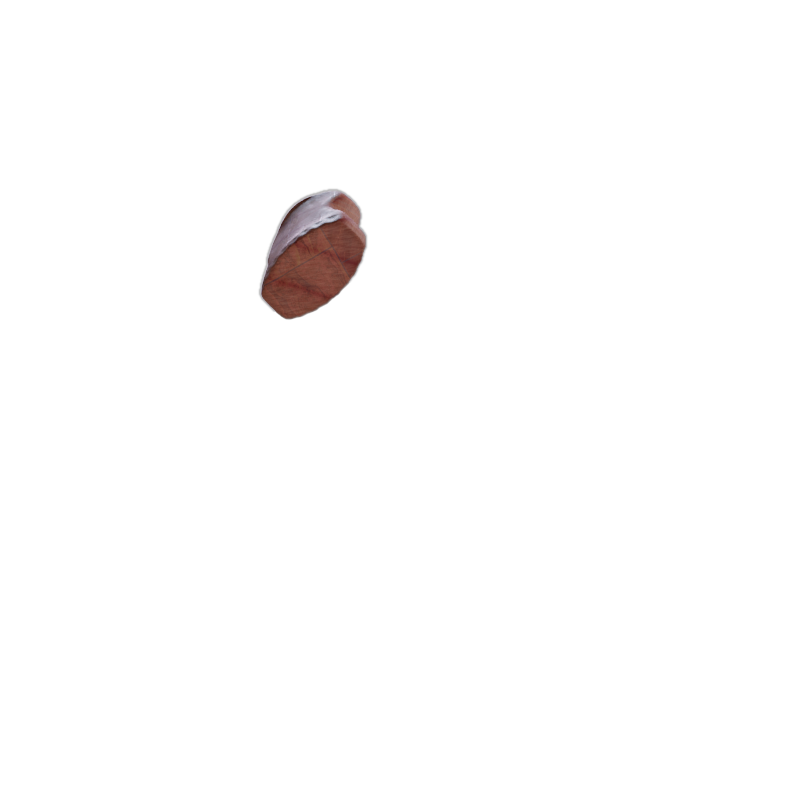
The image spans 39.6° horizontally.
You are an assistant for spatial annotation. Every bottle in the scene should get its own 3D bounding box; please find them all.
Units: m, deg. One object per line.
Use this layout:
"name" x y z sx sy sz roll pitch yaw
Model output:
"bottle" -0.076 -0.139 0.979 0.056 0.095 0.200 42 13 -18
